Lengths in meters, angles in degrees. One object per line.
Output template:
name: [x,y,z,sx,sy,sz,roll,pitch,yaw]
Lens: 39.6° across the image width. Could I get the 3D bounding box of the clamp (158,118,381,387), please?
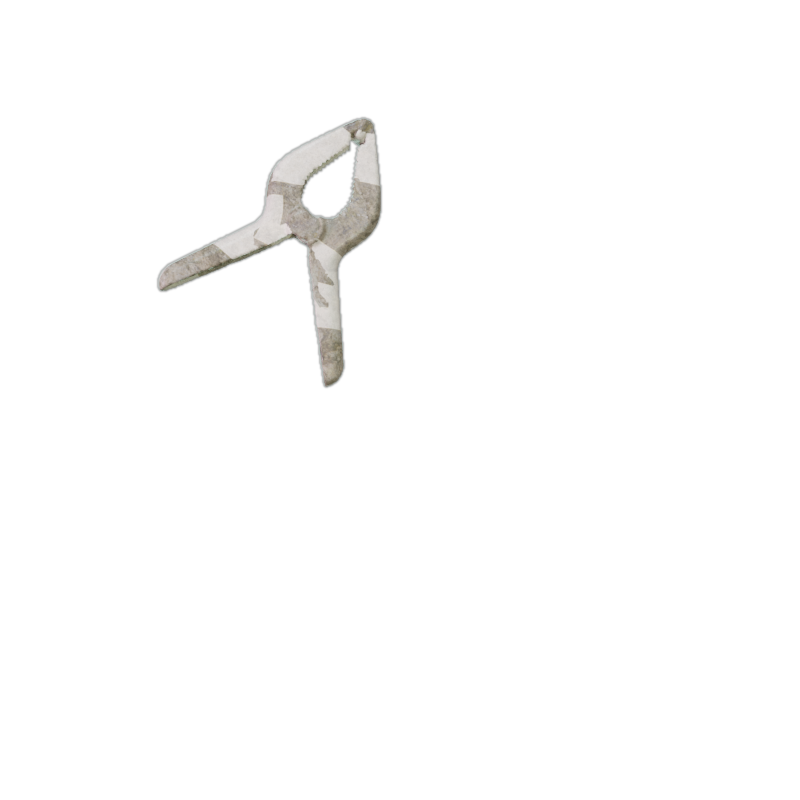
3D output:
clamp: [-0.070,-0.127,0.890,0.166,0.211,0.036,36,-6,4]
